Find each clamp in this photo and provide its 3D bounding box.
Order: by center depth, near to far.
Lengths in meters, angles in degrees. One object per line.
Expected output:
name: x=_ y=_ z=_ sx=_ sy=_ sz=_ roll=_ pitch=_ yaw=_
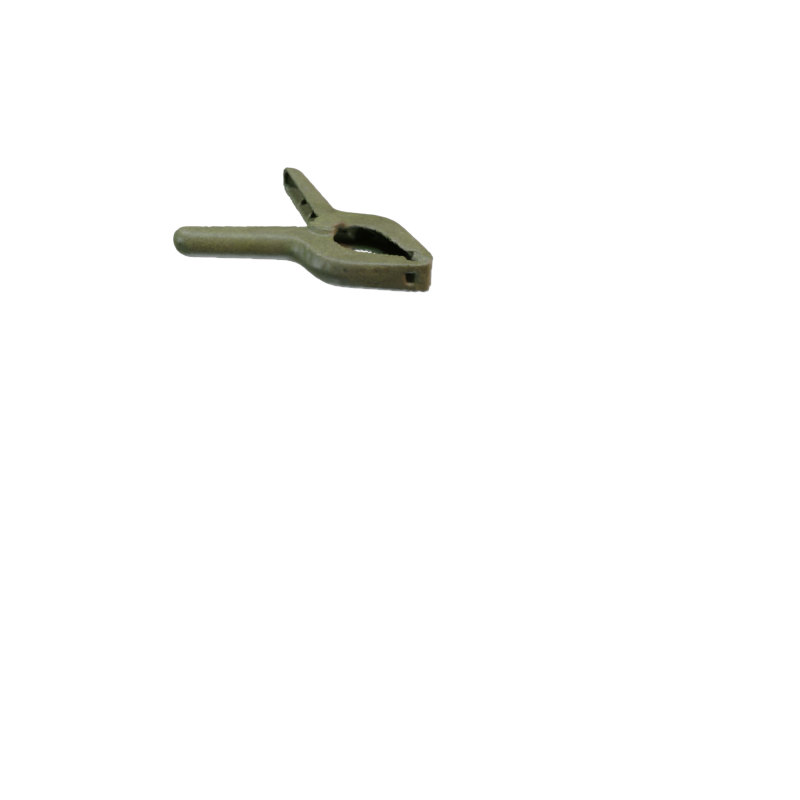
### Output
clamp: x=-0.072 y=-0.131 z=0.921 sx=0.223 sy=0.034 sz=0.165 roll=27 pitch=43 yaw=32
